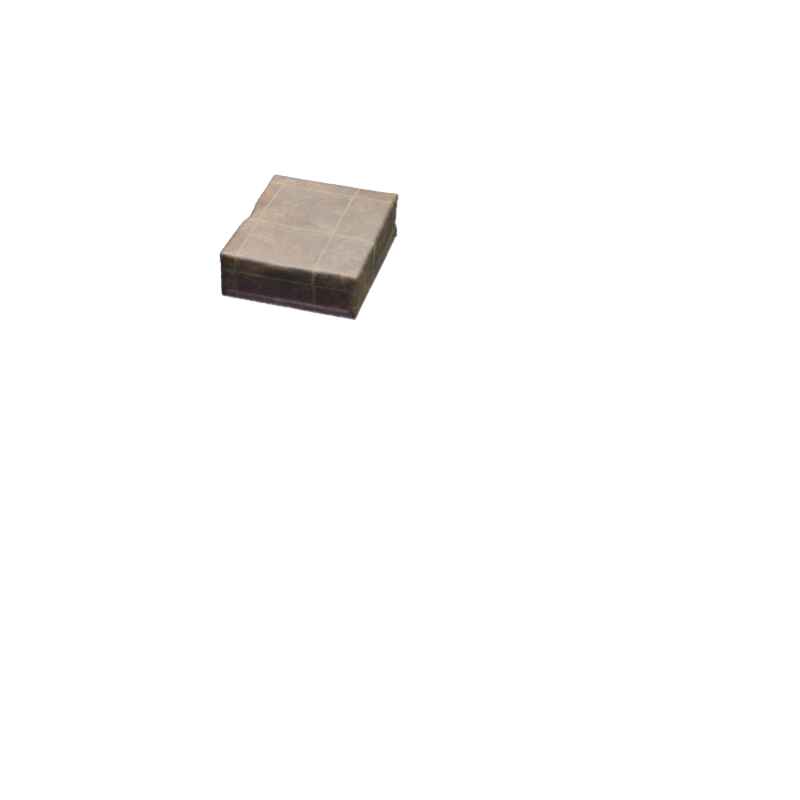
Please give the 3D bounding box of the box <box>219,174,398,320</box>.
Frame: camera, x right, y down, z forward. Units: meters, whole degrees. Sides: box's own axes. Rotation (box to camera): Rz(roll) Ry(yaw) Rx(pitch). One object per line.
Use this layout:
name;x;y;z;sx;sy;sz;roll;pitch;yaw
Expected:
box;-0.046;-0.084;0.589;0.075;0.028;0.093;10;39;12
